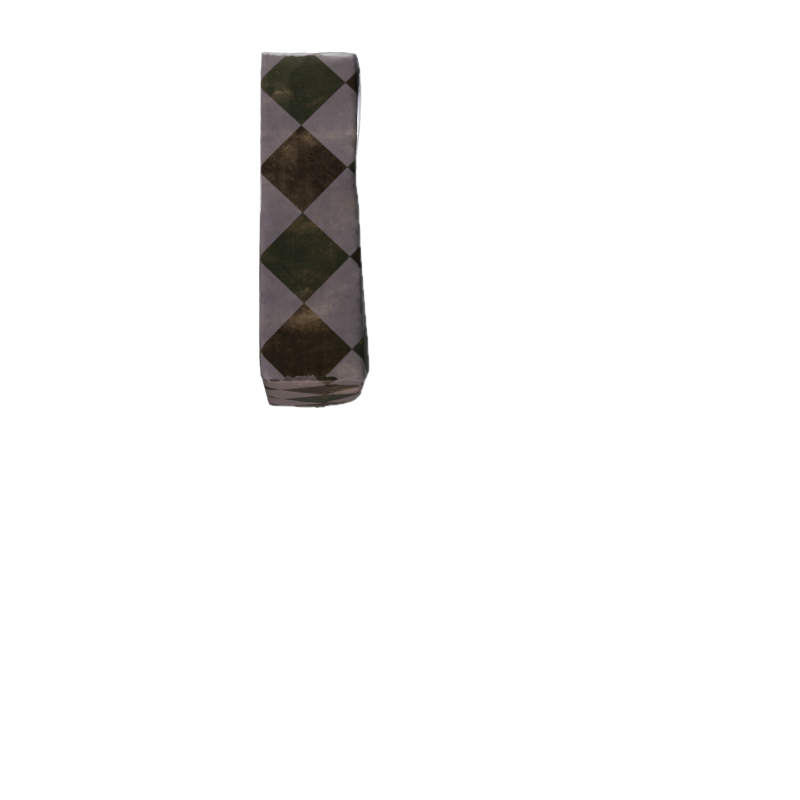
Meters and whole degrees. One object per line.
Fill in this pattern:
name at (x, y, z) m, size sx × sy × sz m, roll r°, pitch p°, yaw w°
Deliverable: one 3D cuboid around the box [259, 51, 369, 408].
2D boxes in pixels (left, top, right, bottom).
box at (-0.060, -0.109, 0.762) m, size 0.072 × 0.220 × 0.160 m, roll 0°, pitch -11°, yaw -4°
